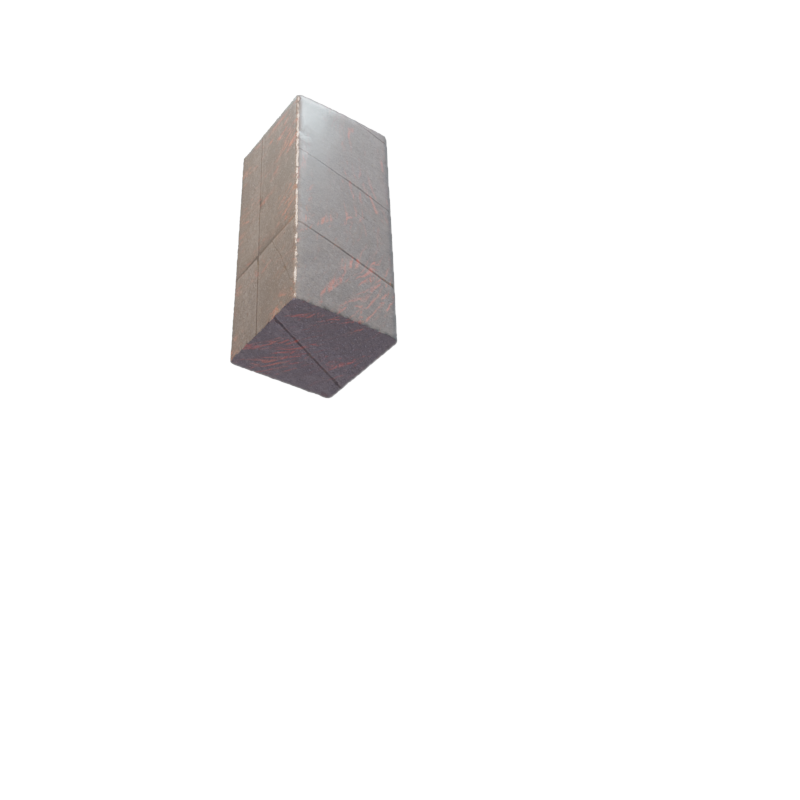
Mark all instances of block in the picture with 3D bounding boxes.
[{"bbox_3d":[-0.066,-0.121,0.849,0.086,0.221,0.089,22,-44,-28],"label":"block"}]
